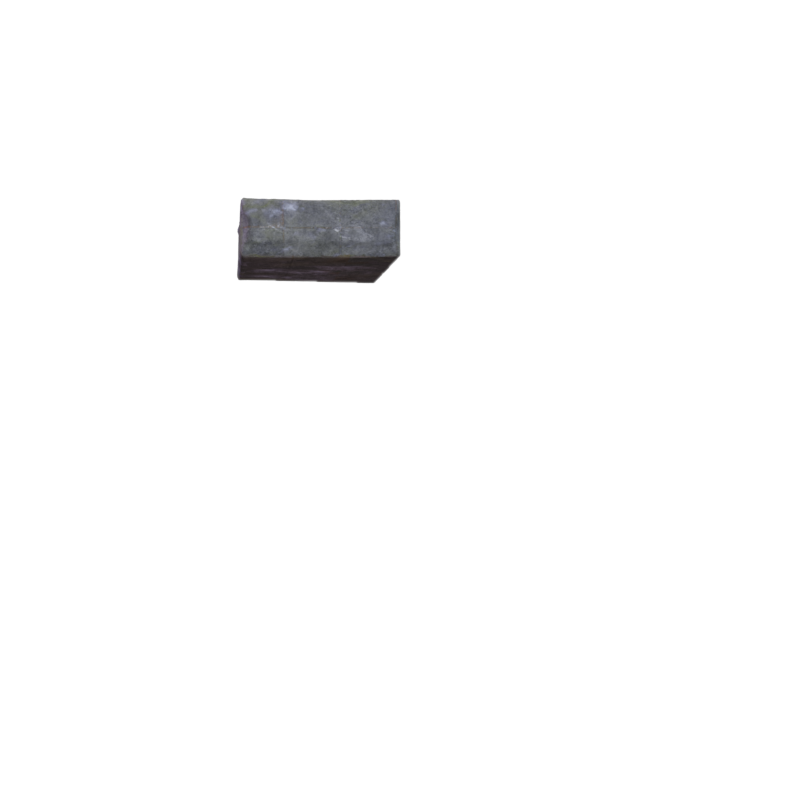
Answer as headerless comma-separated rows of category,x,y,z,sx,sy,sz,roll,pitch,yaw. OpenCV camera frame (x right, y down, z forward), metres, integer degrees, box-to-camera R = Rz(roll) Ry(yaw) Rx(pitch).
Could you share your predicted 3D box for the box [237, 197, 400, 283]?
box,-0.042,-0.077,0.540,0.072,0.031,0.089,0,-2,-7
